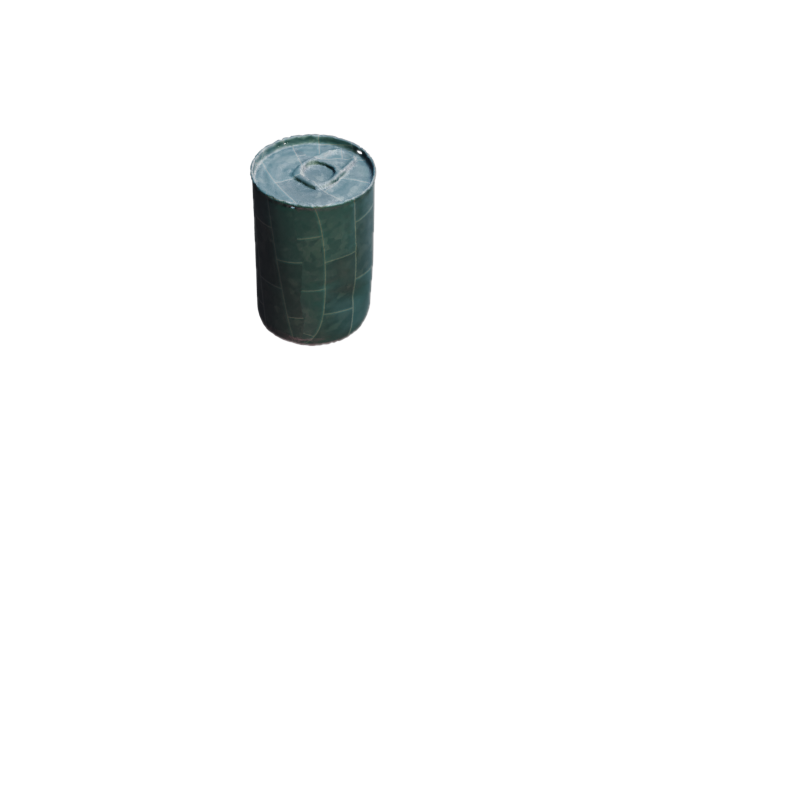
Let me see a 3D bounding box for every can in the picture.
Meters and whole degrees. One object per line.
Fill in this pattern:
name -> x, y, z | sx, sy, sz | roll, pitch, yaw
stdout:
can -> -0.049, -0.089, 0.627 | 0.068, 0.095, 0.074 | 0, 43, -3
